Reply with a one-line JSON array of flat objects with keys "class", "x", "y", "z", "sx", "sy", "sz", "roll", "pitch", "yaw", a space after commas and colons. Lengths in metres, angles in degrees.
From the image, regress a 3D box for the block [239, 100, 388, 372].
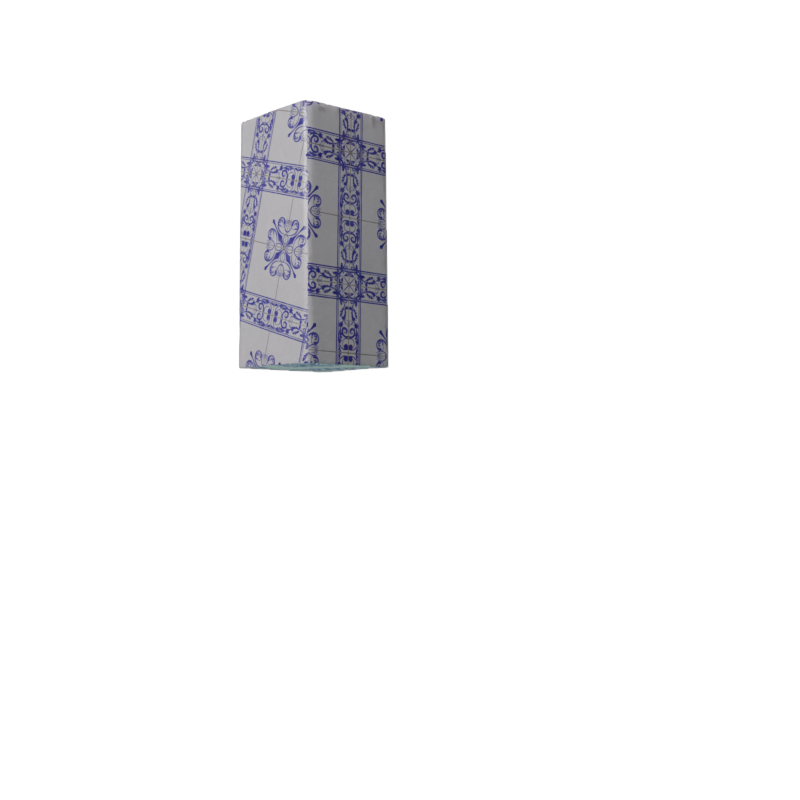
[{"class": "block", "x": -0.071, "y": -0.130, "z": 0.908, "sx": 0.086, "sy": 0.211, "sz": 0.092, "roll": 7, "pitch": -12, "yaw": -42}]
